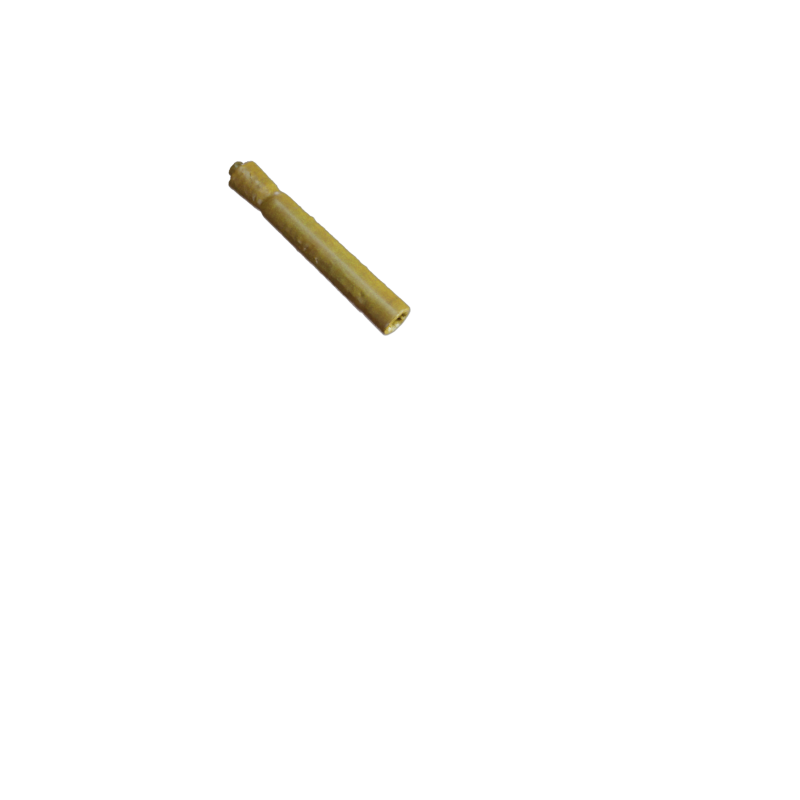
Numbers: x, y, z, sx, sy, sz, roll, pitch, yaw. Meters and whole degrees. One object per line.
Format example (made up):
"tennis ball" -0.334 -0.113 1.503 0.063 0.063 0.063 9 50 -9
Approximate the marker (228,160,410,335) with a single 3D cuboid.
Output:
"marker" -0.044 -0.080 0.558 0.127 0.019 0.019 45 20 19
